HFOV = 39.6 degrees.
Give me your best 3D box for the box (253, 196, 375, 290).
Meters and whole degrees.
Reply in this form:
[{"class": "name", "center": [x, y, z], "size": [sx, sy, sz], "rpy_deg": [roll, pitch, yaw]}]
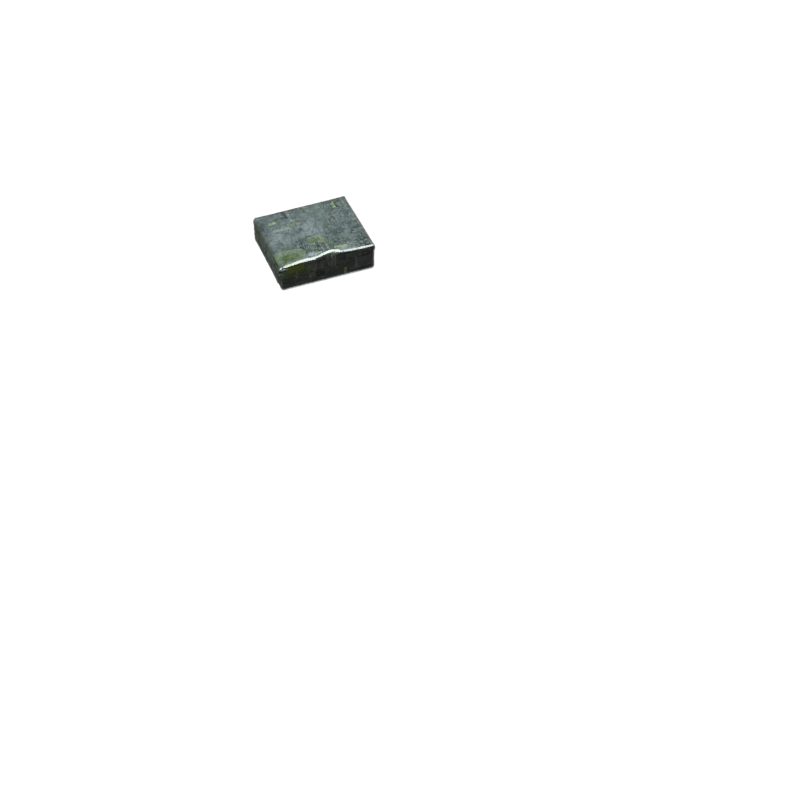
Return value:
[{"class": "box", "center": [-0.076, -0.139, 0.972], "size": [0.088, 0.028, 0.079], "rpy_deg": [-16, 47, -15]}]
